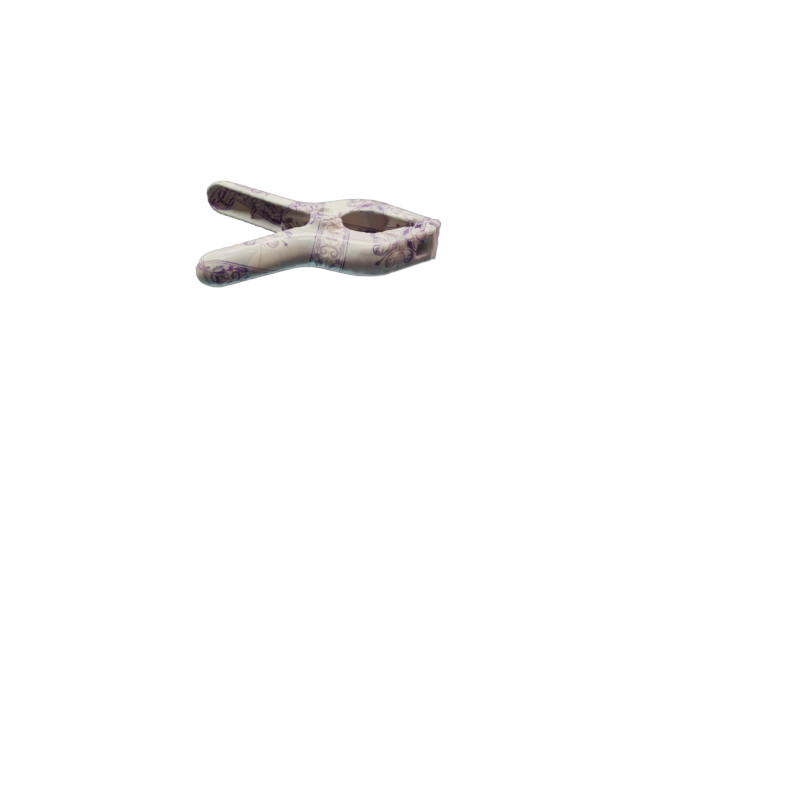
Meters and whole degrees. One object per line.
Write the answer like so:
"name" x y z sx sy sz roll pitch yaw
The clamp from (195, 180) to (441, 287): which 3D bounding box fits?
"clamp" -0.059 -0.108 0.760 0.173 0.037 0.128 5 41 5
